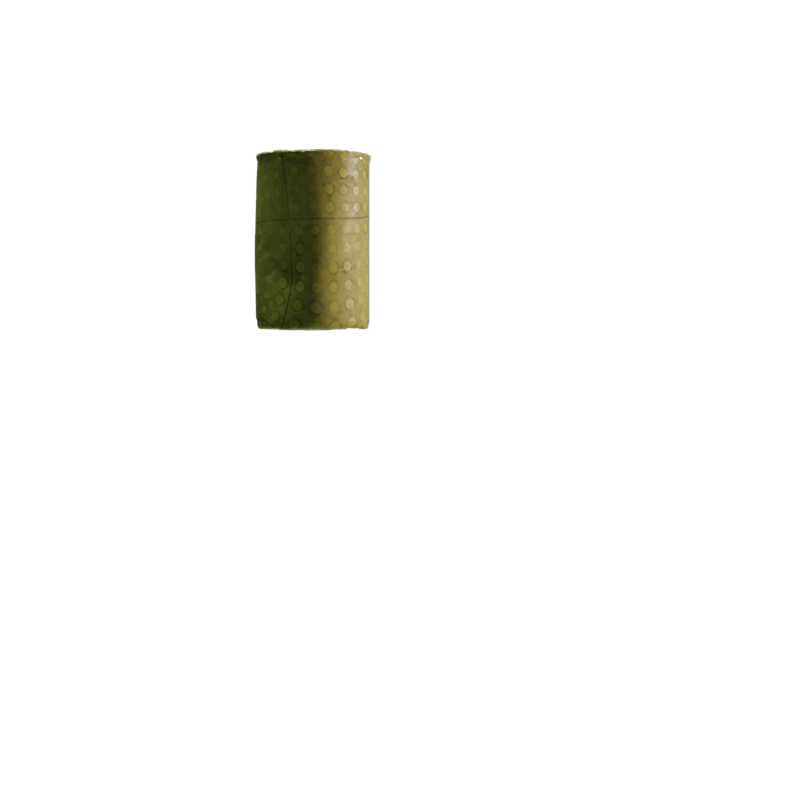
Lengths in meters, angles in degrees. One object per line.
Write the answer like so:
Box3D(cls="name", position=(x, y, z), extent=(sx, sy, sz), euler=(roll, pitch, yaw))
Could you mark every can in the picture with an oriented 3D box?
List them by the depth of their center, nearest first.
Box3D(cls="can", position=(-0.051, -0.093, 0.651), extent=(0.068, 0.103, 0.068), euler=(0, 0, -2))
